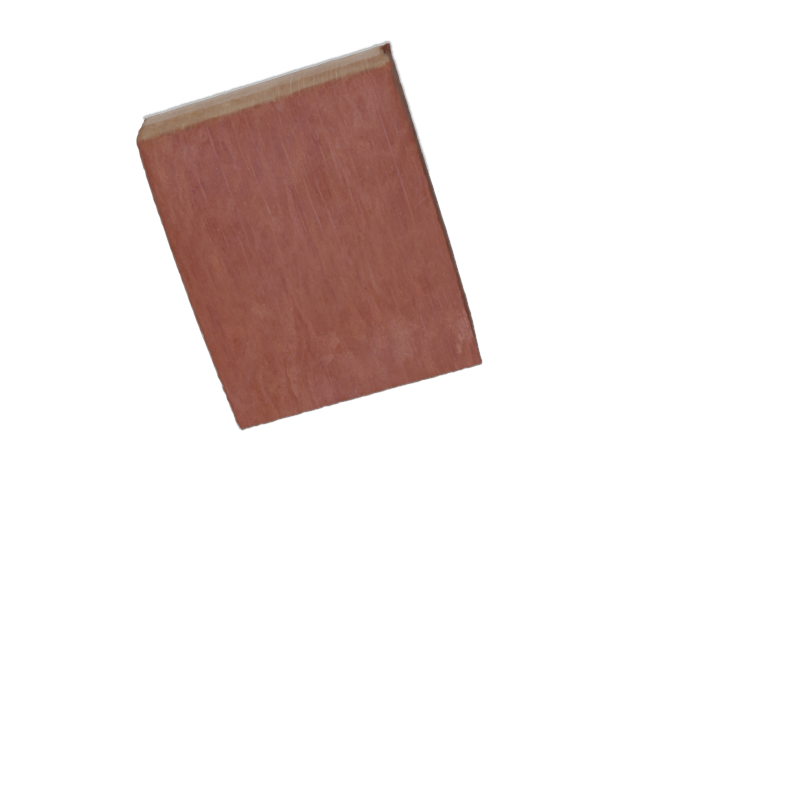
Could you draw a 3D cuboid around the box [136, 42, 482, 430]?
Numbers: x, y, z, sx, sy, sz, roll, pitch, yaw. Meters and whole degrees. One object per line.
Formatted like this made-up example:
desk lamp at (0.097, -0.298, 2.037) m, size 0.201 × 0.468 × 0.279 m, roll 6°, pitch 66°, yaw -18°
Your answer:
box at (-0.030, -0.054, 0.379) m, size 0.090 × 0.108 × 0.041 m, roll -16°, pitch 22°, yaw 6°
